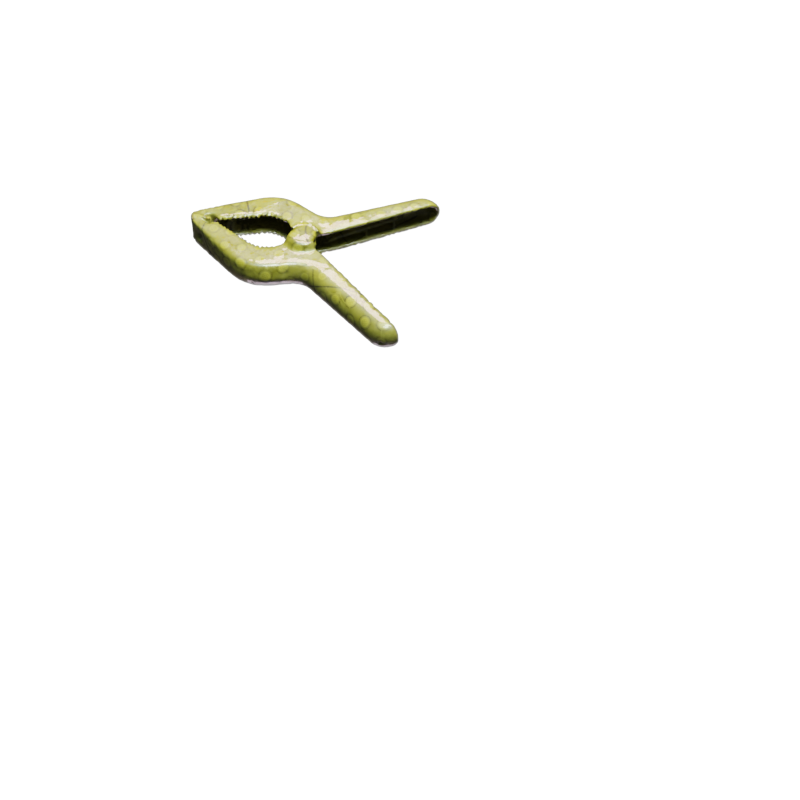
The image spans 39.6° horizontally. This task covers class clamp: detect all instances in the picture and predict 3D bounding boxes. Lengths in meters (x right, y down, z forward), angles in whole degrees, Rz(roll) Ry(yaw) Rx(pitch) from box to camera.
[{"bbox_3d":[-0.074,-0.135,0.947,0.216,0.171,0.034,17,-40,15],"label":"clamp"}]
